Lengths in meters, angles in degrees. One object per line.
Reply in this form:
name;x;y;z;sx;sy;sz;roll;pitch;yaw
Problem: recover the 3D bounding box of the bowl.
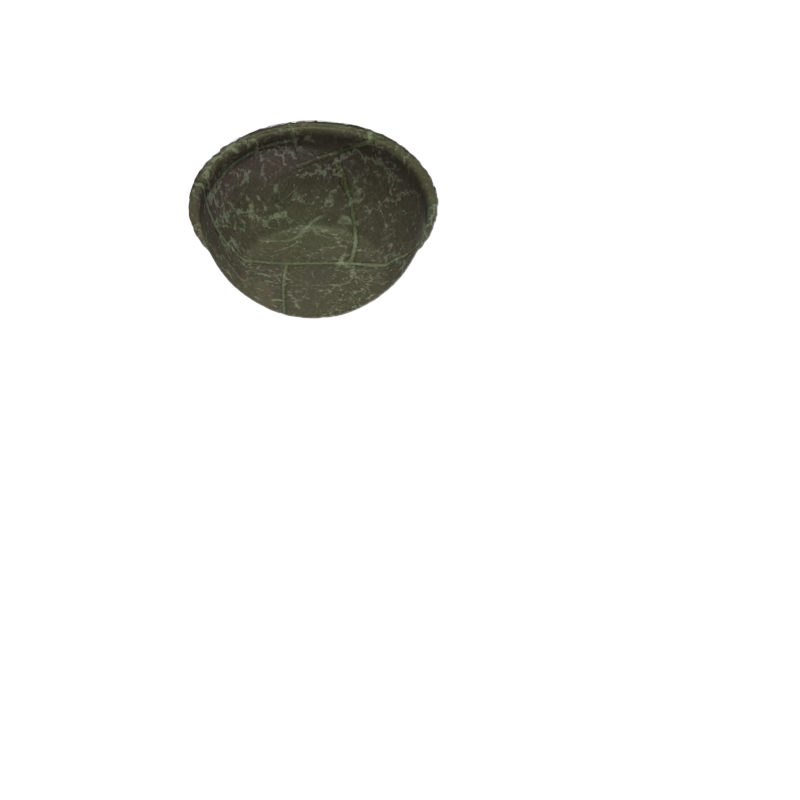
bowl;-0.055;-0.100;0.702;0.162;0.059;0.151;1;-36;-2
